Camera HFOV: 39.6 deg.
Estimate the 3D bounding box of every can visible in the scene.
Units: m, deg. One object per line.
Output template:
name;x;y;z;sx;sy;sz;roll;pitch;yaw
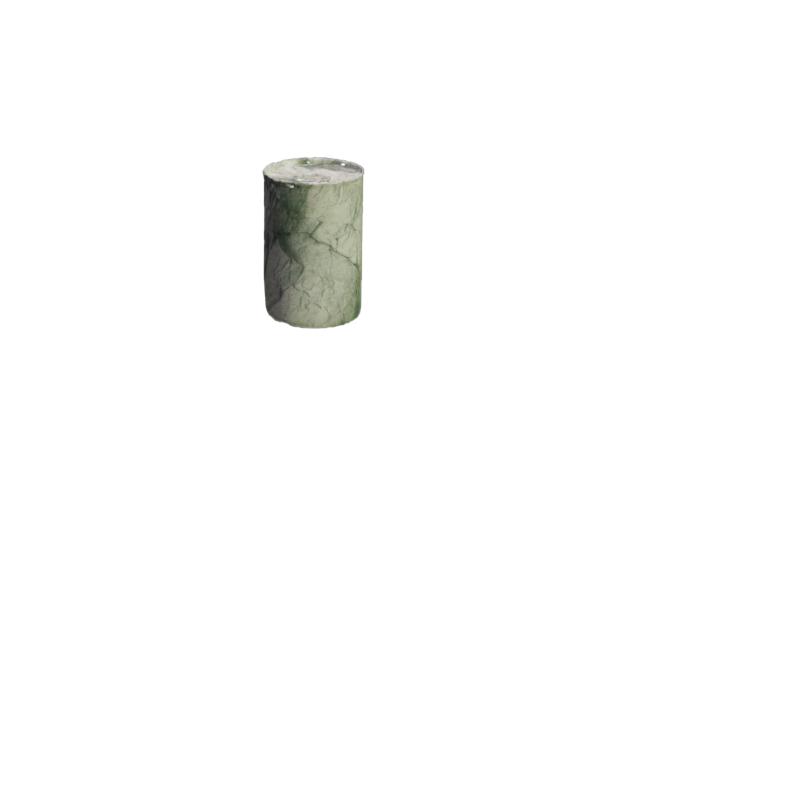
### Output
can;-0.059;-0.108;0.753;0.068;0.098;0.072;0;21;-2
